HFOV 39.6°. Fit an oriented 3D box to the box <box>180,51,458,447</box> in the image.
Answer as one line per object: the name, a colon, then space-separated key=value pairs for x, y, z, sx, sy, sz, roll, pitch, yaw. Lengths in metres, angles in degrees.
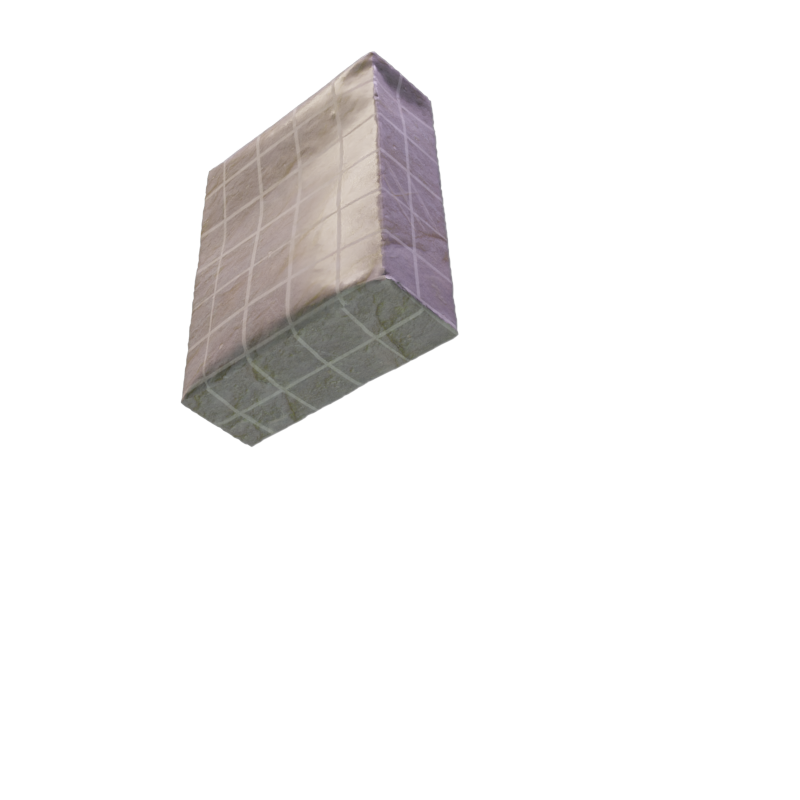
box: x=-0.056 y=-0.101 z=0.710 sx=0.164 sy=0.230 sz=0.067 roll=-29 pitch=-47 yaw=28
